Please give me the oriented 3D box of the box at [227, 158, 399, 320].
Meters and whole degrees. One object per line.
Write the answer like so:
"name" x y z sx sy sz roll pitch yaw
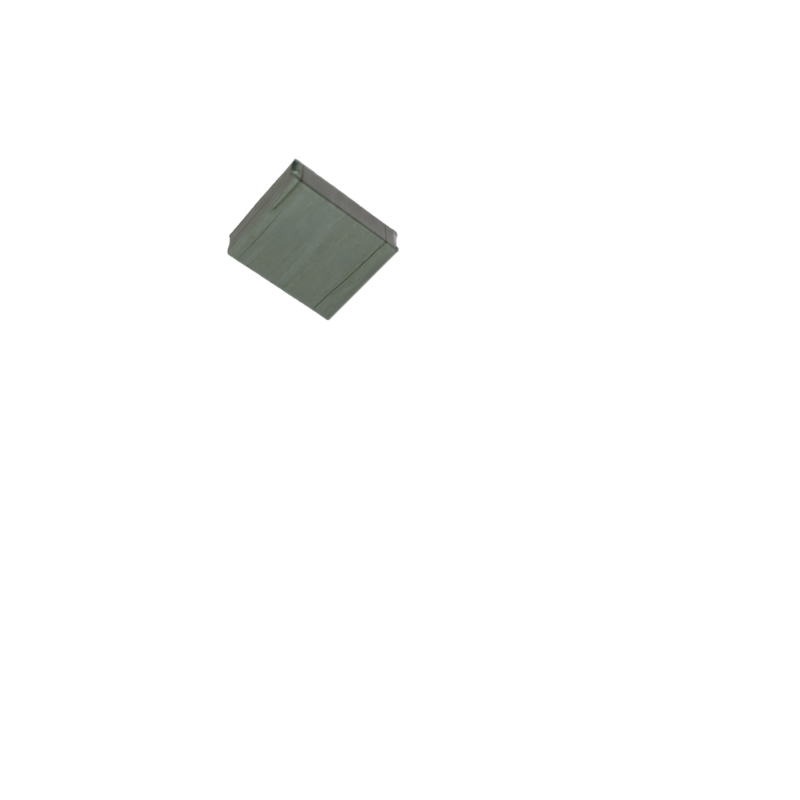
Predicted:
"box" -0.057 -0.104 0.730 0.085 0.072 0.032 34 27 -20
